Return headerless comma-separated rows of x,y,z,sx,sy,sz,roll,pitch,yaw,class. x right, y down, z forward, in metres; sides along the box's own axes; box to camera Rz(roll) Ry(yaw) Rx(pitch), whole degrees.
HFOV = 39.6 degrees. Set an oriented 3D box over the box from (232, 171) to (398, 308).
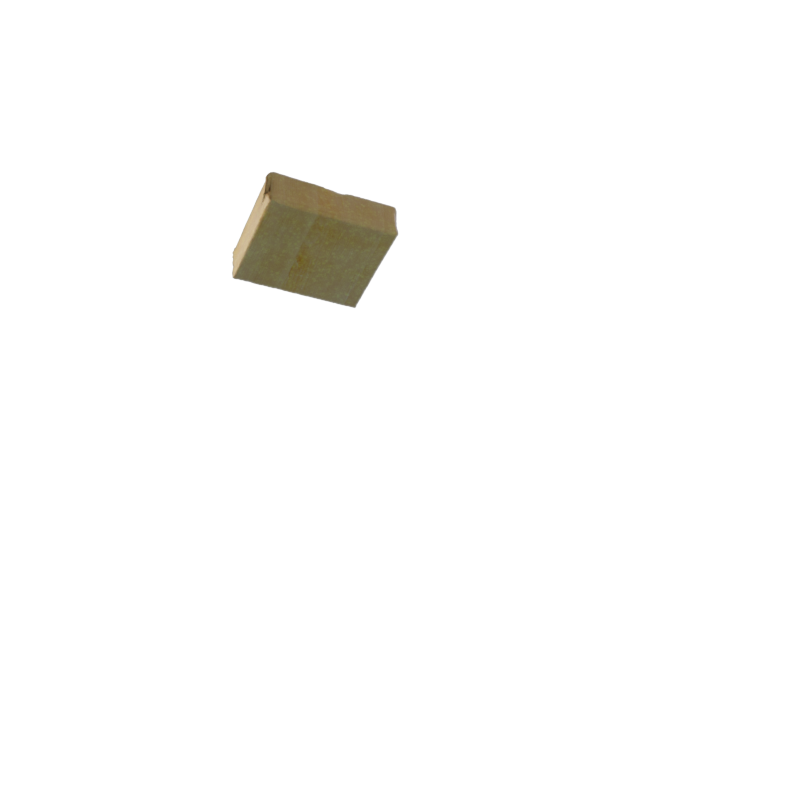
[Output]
-0.056,-0.102,0.715,0.087,0.032,0.070,15,-45,-16,box
